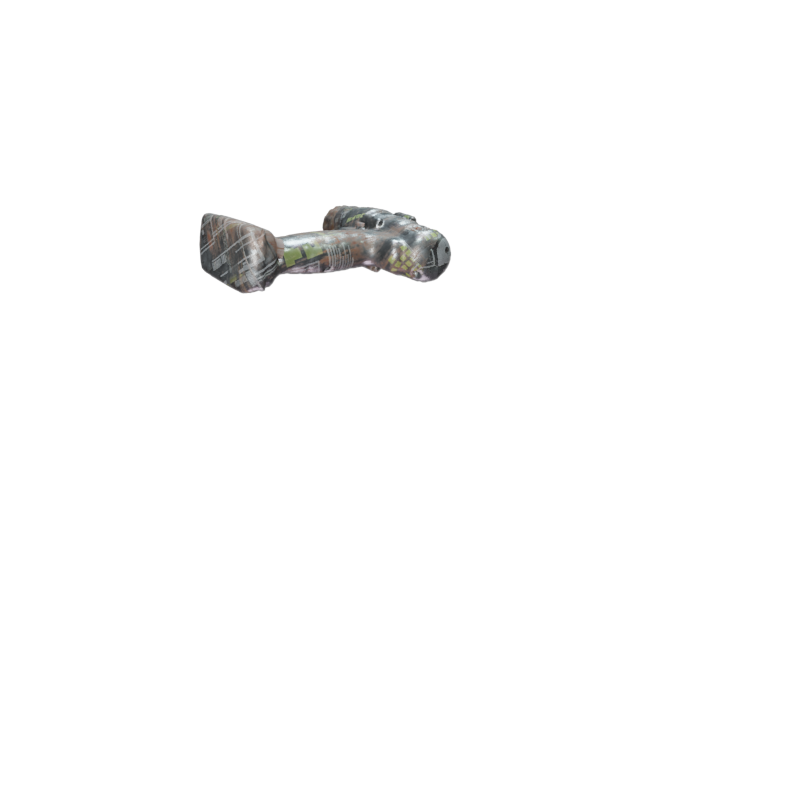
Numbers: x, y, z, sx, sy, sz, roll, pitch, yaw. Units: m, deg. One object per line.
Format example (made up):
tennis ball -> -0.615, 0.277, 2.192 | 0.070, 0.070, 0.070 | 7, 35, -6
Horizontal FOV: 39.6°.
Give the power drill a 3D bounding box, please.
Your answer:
power drill -> -0.076, -0.138, 0.969 | 0.183, 0.056, 0.195 | -9, 19, -28
